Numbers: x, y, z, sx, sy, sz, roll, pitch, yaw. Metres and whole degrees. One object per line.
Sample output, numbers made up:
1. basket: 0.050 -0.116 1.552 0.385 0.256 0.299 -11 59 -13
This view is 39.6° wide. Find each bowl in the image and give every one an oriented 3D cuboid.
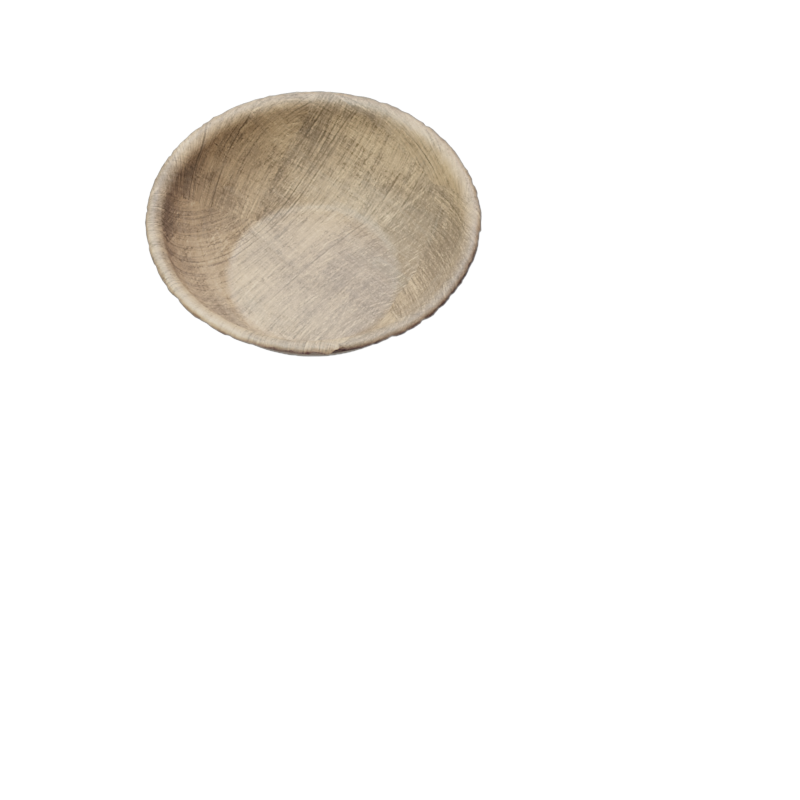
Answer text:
1. bowl: -0.043 -0.079 0.554 0.162 0.173 0.051 -1 -34 -1
